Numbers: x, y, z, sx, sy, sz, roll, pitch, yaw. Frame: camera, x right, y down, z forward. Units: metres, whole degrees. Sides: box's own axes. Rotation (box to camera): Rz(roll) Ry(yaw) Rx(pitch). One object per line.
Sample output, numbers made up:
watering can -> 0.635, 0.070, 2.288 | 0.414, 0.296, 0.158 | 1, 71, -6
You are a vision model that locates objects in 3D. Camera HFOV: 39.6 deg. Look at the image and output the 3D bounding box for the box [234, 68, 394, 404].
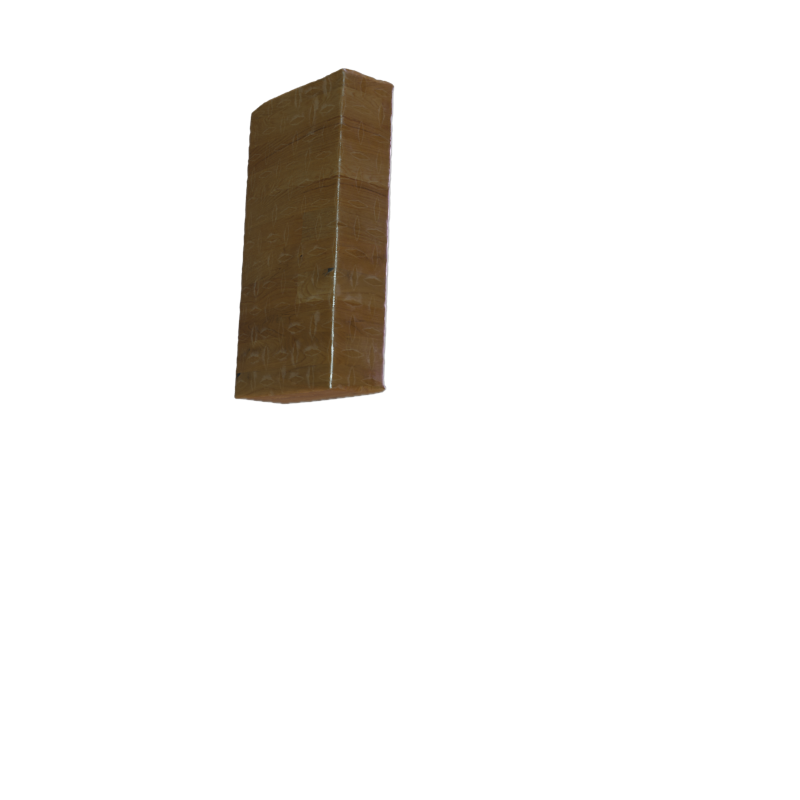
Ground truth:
box -> -0.049, -0.089, 0.626 | 0.046, 0.181, 0.095 | 9, -14, -40
